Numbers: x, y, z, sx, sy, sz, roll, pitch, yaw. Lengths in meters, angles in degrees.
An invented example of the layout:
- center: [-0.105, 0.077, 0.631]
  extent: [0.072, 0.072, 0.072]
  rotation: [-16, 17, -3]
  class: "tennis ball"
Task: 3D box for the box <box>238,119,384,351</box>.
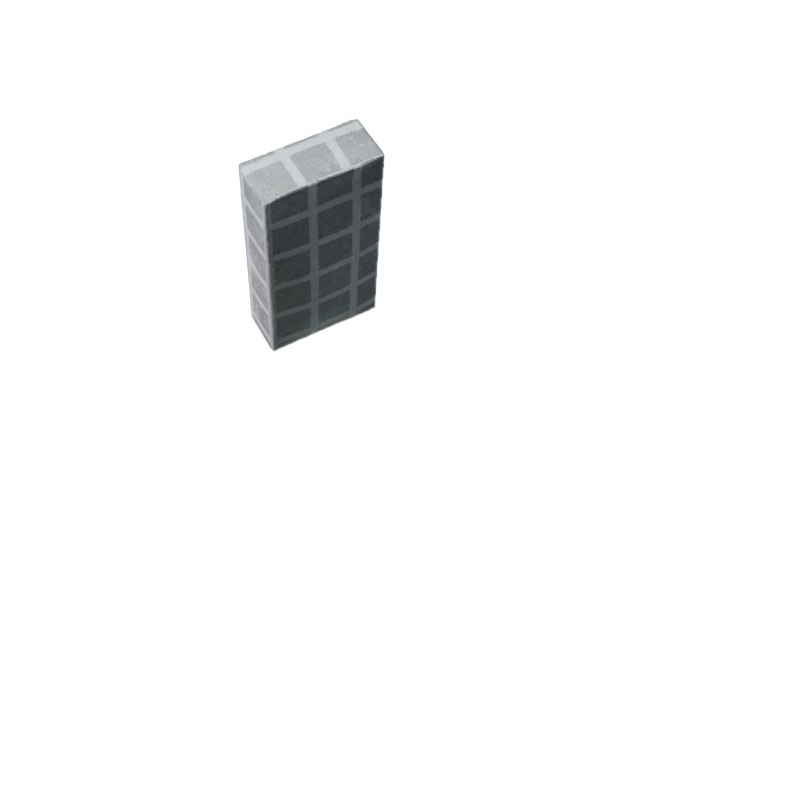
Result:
- center: [-0.062, -0.113, 0.795]
  extent: [0.093, 0.051, 0.165]
  rotation: [-25, -26, -17]
  class: "box"
